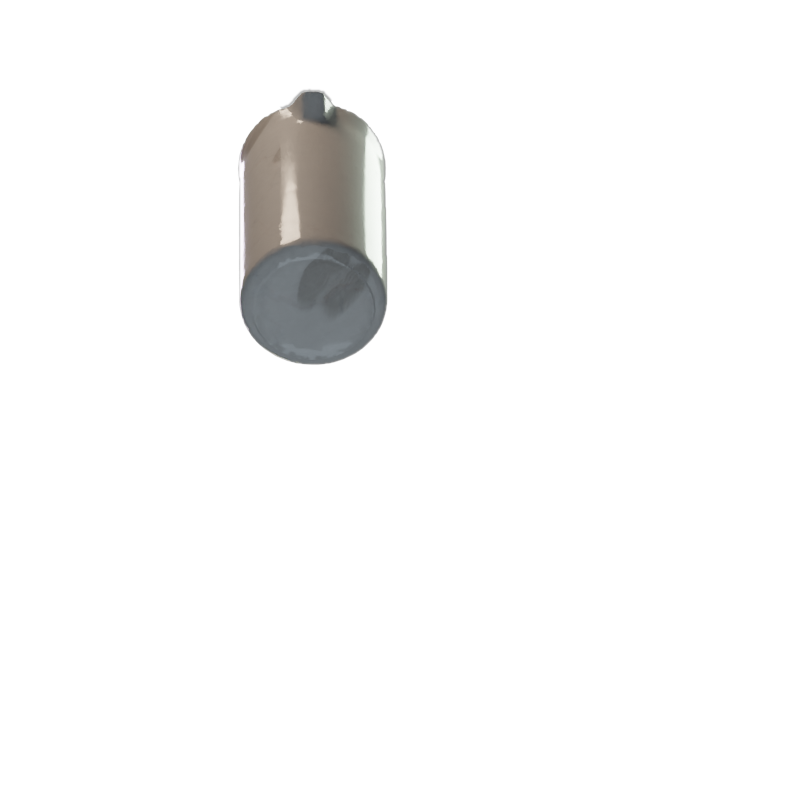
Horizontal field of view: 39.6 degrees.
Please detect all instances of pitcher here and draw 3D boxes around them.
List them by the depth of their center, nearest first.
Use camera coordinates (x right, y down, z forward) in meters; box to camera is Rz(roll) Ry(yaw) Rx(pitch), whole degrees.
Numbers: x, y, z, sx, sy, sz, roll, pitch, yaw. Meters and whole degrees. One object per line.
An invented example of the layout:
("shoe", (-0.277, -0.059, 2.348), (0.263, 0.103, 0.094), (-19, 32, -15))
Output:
("pitcher", (-0.071, -0.130, 0.908), (0.144, 0.141, 0.259), (-38, 28, 20))
